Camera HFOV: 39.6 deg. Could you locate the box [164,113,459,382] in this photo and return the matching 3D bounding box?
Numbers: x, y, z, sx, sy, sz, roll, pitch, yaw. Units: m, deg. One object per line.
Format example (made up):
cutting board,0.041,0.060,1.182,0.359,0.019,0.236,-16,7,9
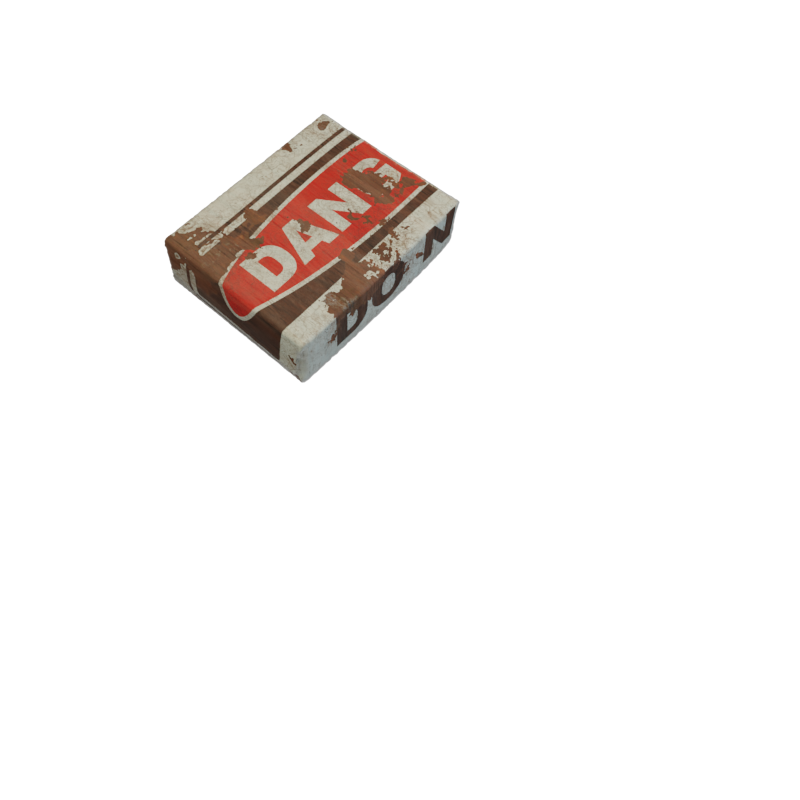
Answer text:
box,-0.042,-0.076,0.533,0.095,0.115,0.036,36,-28,22
